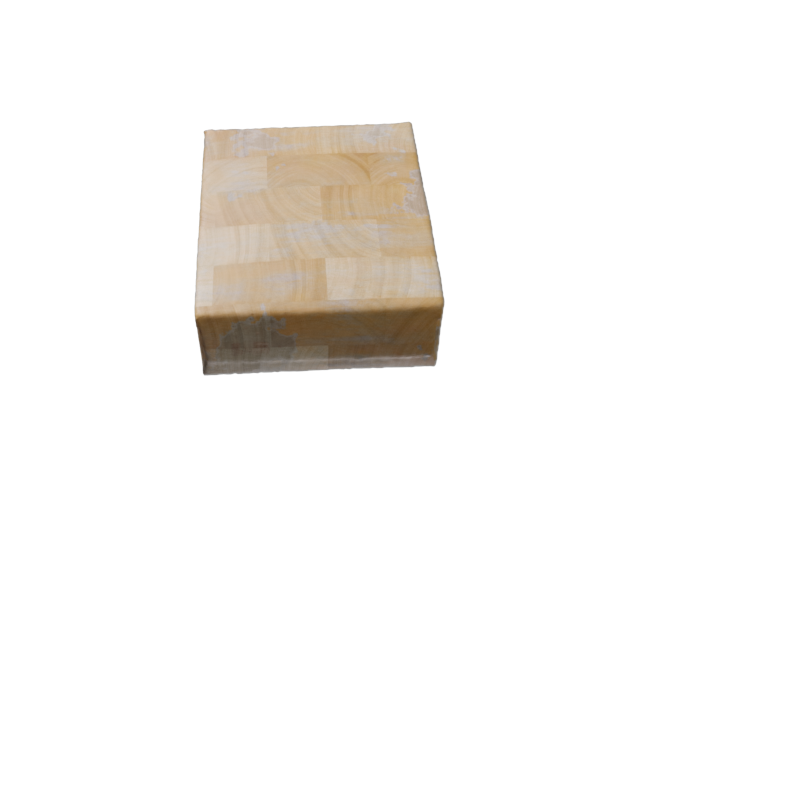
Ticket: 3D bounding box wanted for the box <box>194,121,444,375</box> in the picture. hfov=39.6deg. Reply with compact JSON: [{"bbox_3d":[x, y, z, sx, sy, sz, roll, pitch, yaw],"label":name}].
[{"bbox_3d":[-0.034,-0.063,0.442,0.089,0.122,0.036,-3,-45,-4],"label":"box"}]
